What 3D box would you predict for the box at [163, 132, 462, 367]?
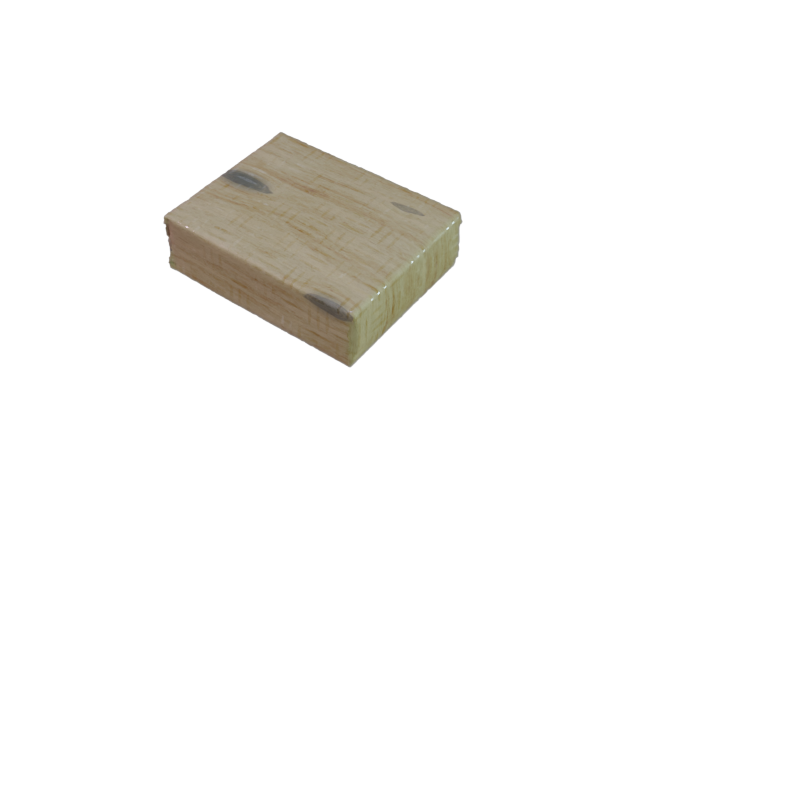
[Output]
[{"bbox_3d":[-0.041,-0.076,0.529,0.120,0.036,0.091,26,48,25],"label":"box"}]
